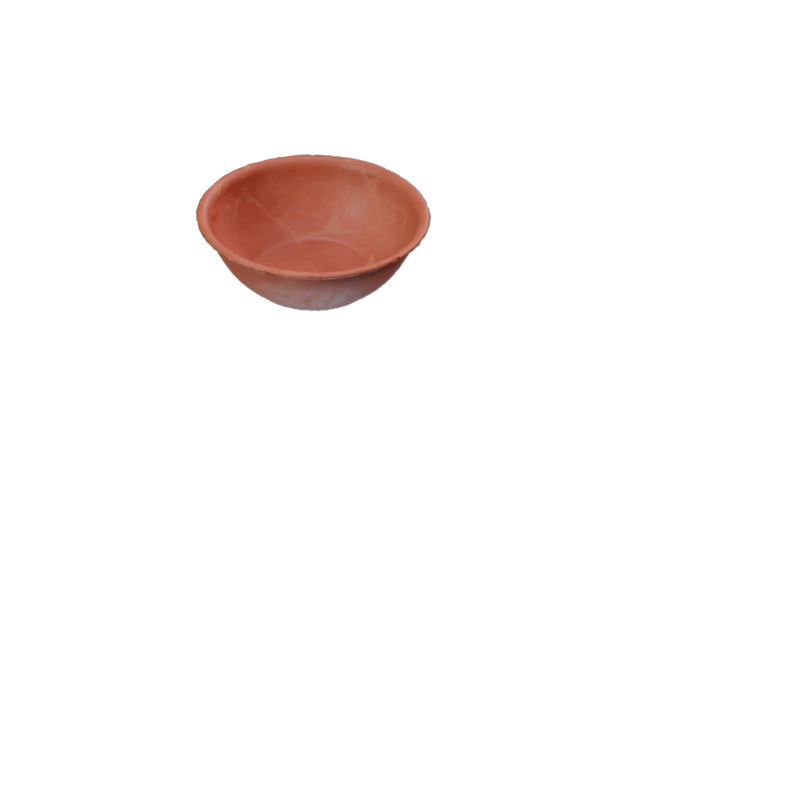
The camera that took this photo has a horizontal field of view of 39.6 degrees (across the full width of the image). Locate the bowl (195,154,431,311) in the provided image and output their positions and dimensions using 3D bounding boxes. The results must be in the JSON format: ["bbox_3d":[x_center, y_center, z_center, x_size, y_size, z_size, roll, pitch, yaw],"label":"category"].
[{"bbox_3d":[-0.061,-0.111,0.779,0.162,0.051,0.173,-1,38,-2],"label":"bowl"}]
